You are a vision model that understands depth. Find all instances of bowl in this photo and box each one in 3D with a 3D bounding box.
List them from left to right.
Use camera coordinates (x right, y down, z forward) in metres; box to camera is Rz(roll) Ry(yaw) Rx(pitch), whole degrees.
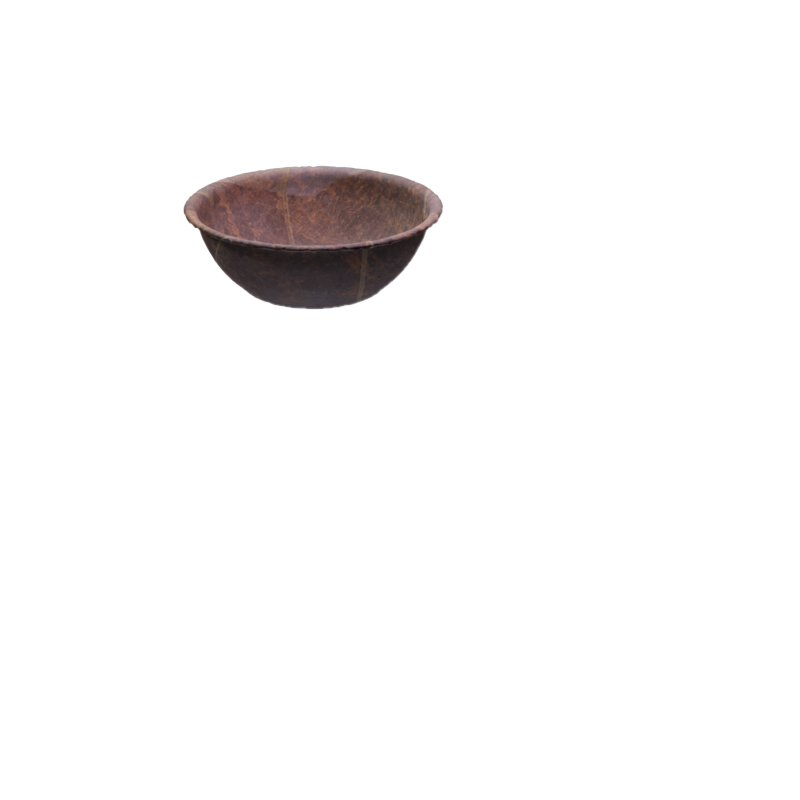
[{"bbox_3d":[-0.055,-0.100,0.703,0.162,0.052,0.171,-1,27,-2],"label":"bowl"}]
